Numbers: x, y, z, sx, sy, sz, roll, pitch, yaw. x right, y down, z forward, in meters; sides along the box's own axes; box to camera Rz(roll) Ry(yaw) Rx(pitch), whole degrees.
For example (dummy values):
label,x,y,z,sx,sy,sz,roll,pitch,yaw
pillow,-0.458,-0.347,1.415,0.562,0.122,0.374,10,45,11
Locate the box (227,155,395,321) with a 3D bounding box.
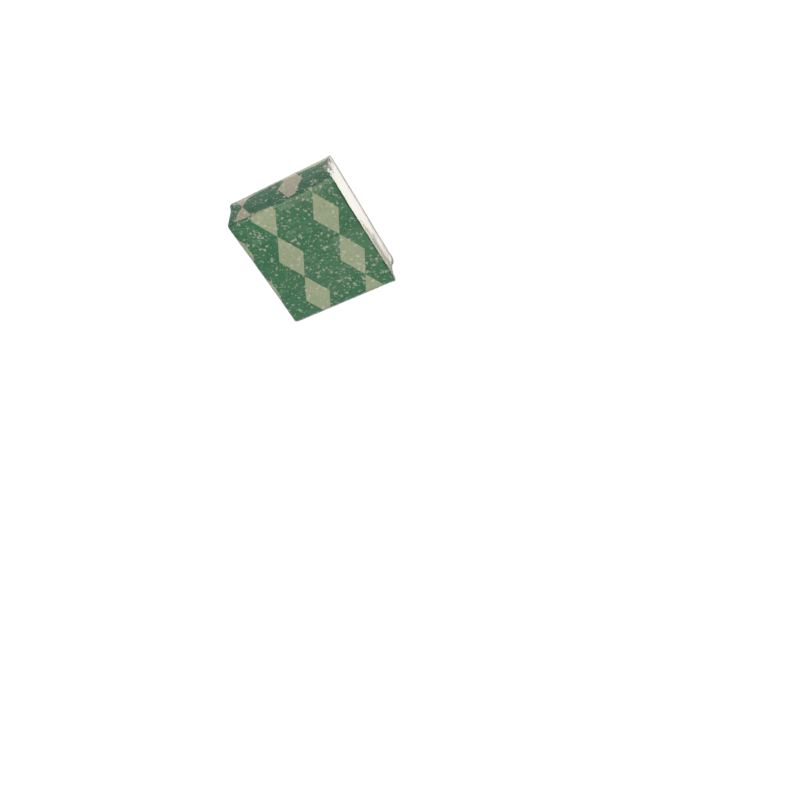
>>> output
label,x,y,z,sx,sy,sz,roll,pitch,yaw
box,-0.055,-0.099,0.698,0.073,0.083,0.032,-24,33,16
